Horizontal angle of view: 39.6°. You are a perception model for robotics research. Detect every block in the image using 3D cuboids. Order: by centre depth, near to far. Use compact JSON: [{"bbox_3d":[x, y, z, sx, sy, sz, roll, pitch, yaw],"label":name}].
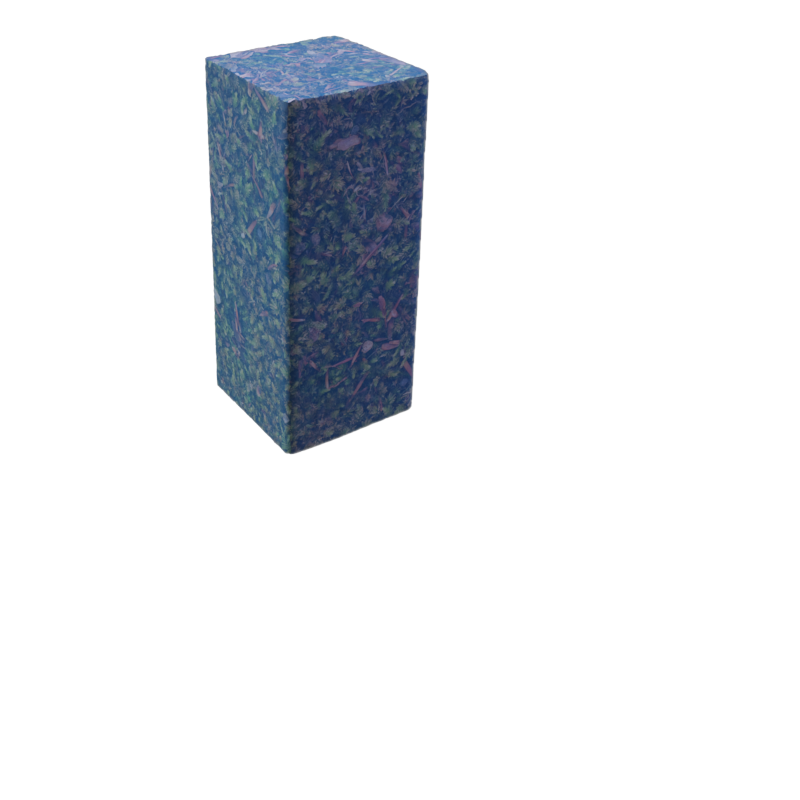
[{"bbox_3d":[-0.048,-0.089,0.625,0.089,0.195,0.097,-16,33,-31],"label":"block"}]
